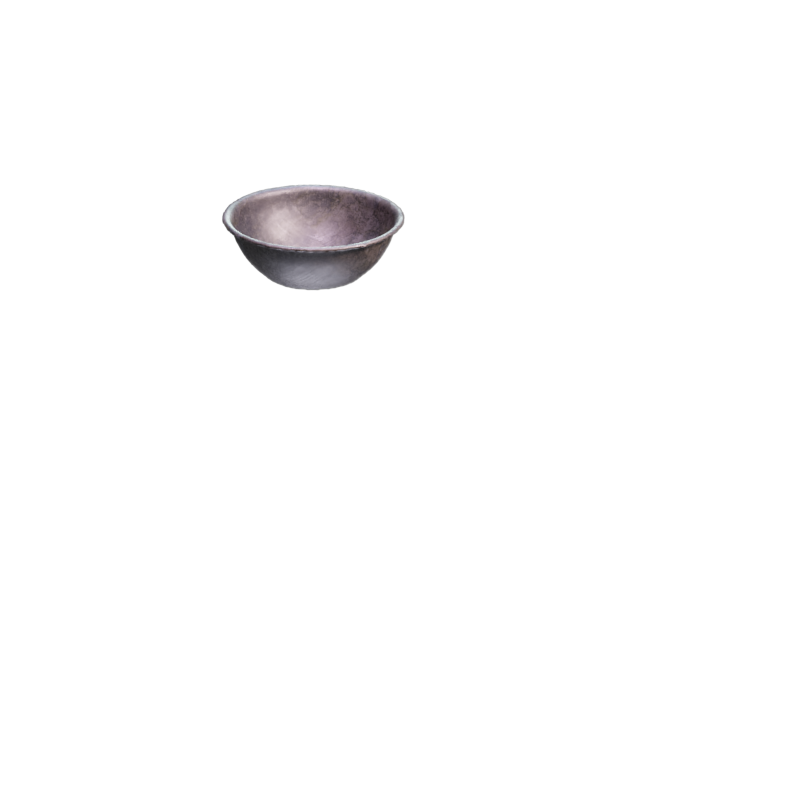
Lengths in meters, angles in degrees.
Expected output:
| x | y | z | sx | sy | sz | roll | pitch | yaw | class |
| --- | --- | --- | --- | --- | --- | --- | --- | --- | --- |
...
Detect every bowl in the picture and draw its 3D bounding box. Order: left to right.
| x | y | z | sx | sy | sz | roll | pitch | yaw | class |
| --- | --- | --- | --- | --- | --- | --- | --- | --- | --- |
| -0.078 | -0.142 | 0.993 | 0.162 | 0.052 | 0.172 | -1 | 29 | -2 | bowl |
